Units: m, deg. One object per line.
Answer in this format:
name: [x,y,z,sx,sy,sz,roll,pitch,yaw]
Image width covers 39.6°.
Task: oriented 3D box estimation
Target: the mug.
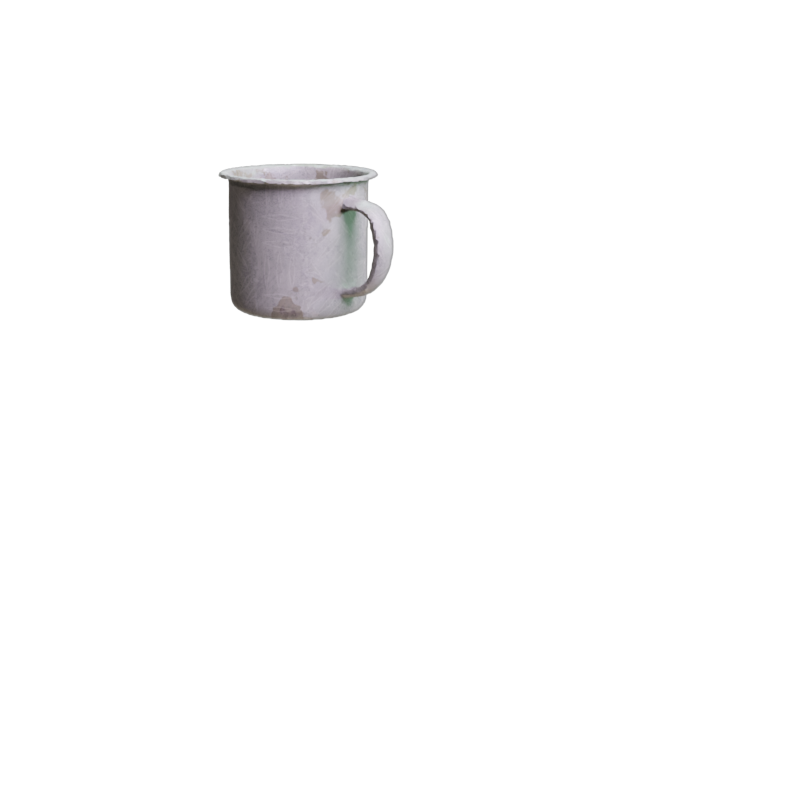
mug: [-0.051,-0.093,0.649,0.123,0.079,0.091,13,19,39]
